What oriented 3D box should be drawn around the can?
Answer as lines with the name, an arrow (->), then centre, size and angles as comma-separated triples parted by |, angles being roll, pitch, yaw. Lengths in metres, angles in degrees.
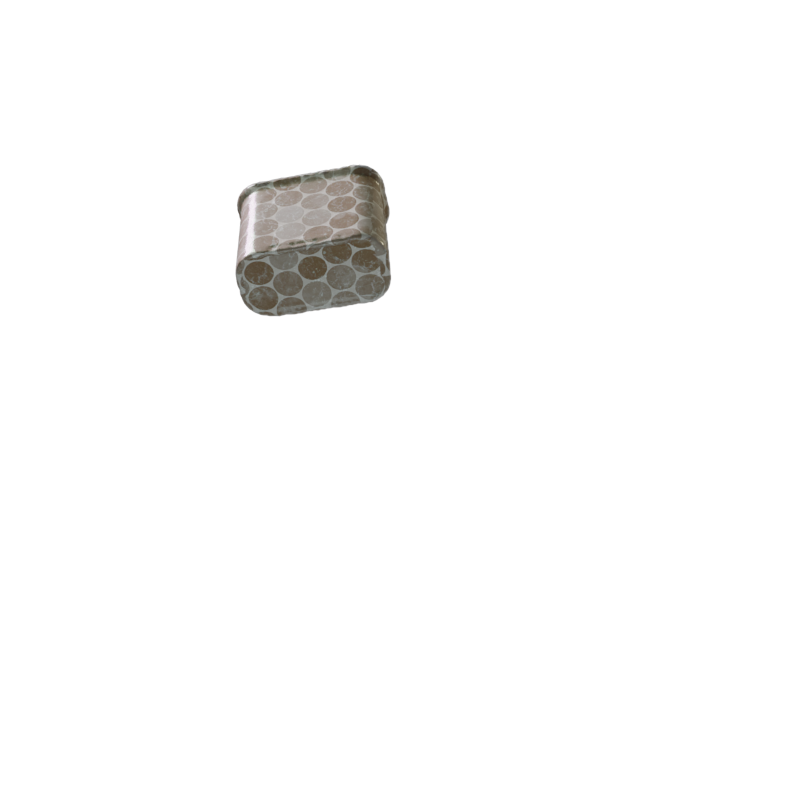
can -> -0.057, -0.103, 0.725 | 0.102, 0.053, 0.090 | -9, 38, 5
